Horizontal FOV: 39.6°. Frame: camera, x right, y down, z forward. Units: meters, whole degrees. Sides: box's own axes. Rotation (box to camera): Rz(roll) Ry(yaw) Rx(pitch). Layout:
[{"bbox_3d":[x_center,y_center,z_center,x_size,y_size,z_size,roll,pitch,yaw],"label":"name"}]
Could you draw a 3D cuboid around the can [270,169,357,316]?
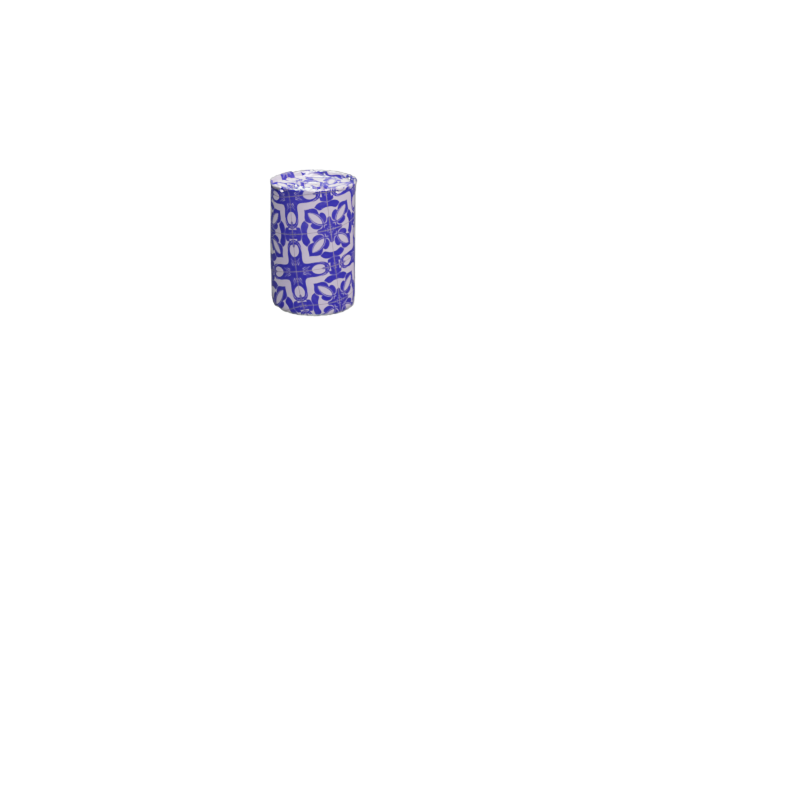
[{"bbox_3d":[-0.069,-0.125,0.876,0.068,0.098,0.072,0,19,-2],"label":"can"}]
